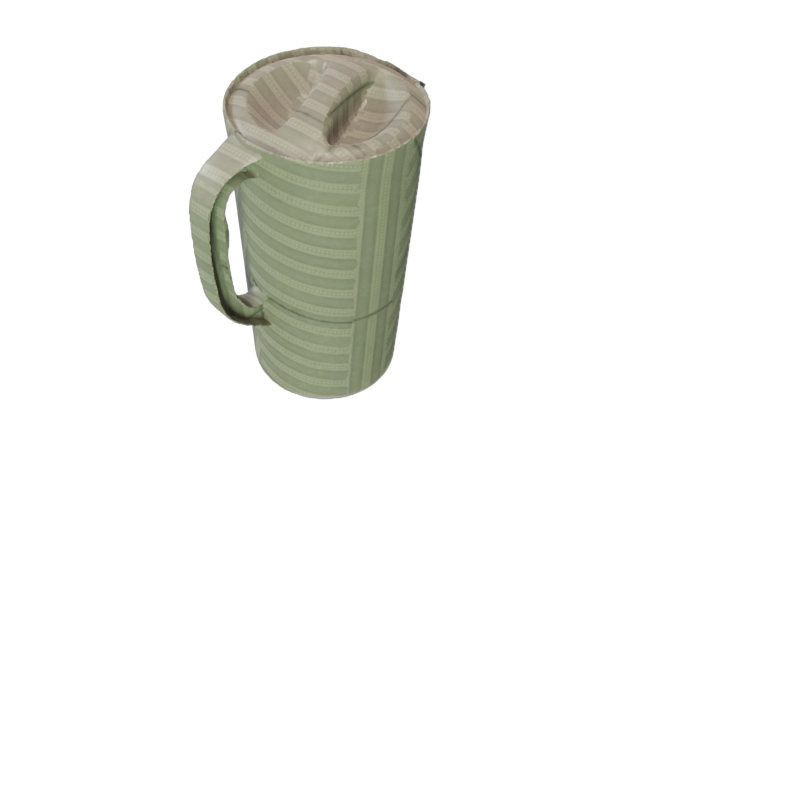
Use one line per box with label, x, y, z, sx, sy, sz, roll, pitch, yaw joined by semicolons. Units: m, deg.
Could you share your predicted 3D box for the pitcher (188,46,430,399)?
pitcher;-0.061;-0.111;0.779;0.149;0.226;0.155;3;45;0
